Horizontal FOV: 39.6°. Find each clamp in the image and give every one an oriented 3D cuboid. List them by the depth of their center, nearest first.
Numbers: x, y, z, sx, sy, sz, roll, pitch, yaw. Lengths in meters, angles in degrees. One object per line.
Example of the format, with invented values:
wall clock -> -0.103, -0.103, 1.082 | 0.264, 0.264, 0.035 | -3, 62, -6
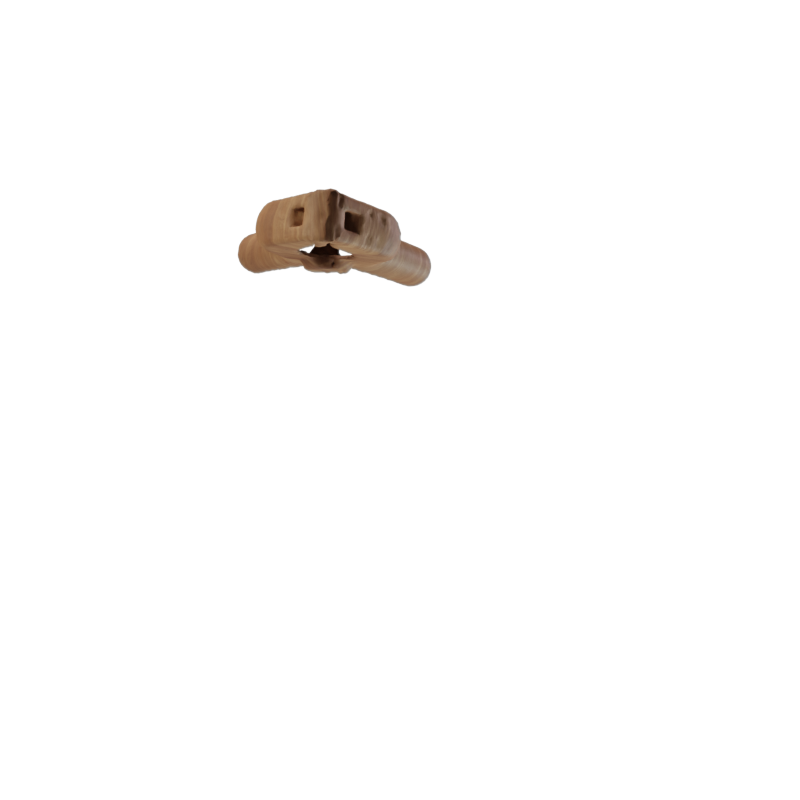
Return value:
clamp -> -0.050, -0.091, 0.635 | 0.122, 0.040, 0.166 | -1, -5, 9
